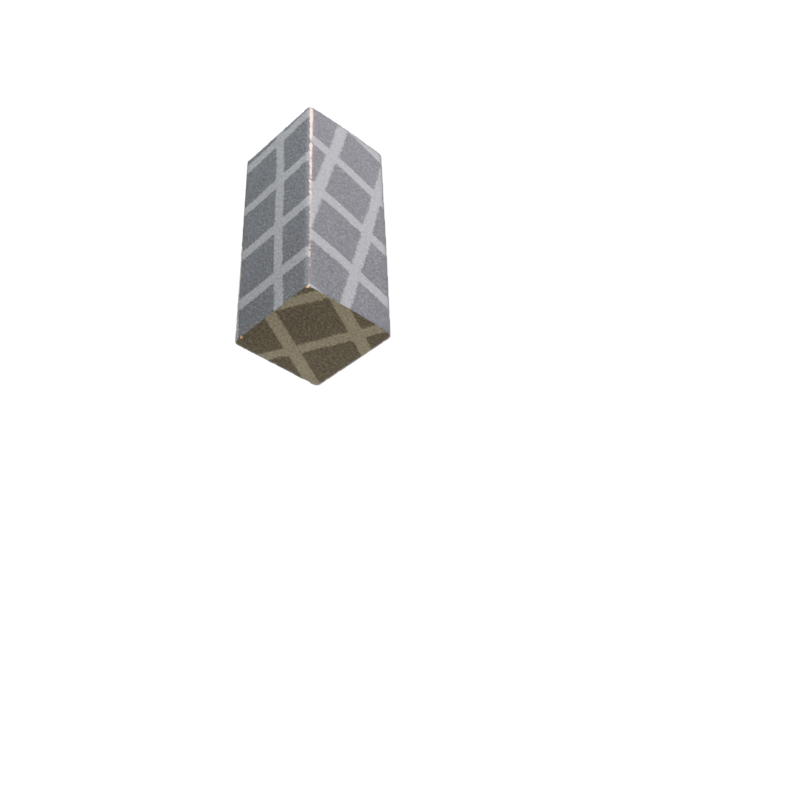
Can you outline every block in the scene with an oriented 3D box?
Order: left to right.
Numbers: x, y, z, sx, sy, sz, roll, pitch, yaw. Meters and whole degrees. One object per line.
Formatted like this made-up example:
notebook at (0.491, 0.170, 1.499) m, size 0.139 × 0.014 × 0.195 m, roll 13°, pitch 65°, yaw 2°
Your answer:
block at (-0.072, -0.132, 0.924) m, size 0.085 × 0.221 × 0.090 m, roll 30°, pitch -50°, yaw -33°
